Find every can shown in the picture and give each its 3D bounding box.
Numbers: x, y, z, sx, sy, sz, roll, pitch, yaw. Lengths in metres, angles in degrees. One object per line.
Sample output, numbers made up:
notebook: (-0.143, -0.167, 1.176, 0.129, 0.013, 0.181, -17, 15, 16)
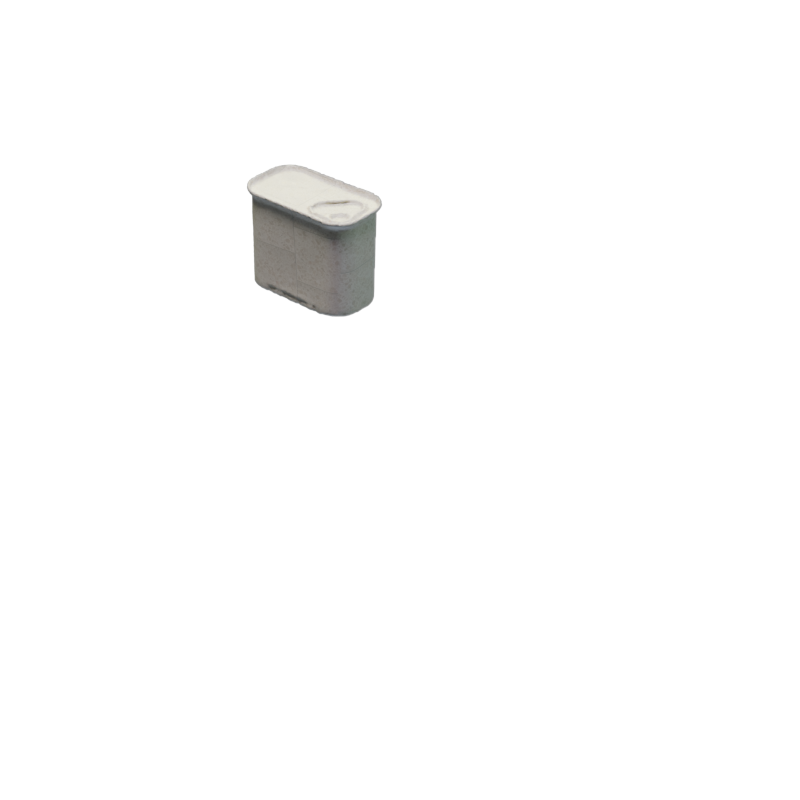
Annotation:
can: (-0.065, -0.119, 0.831, 0.108, 0.079, 0.058, 26, 40, 31)
